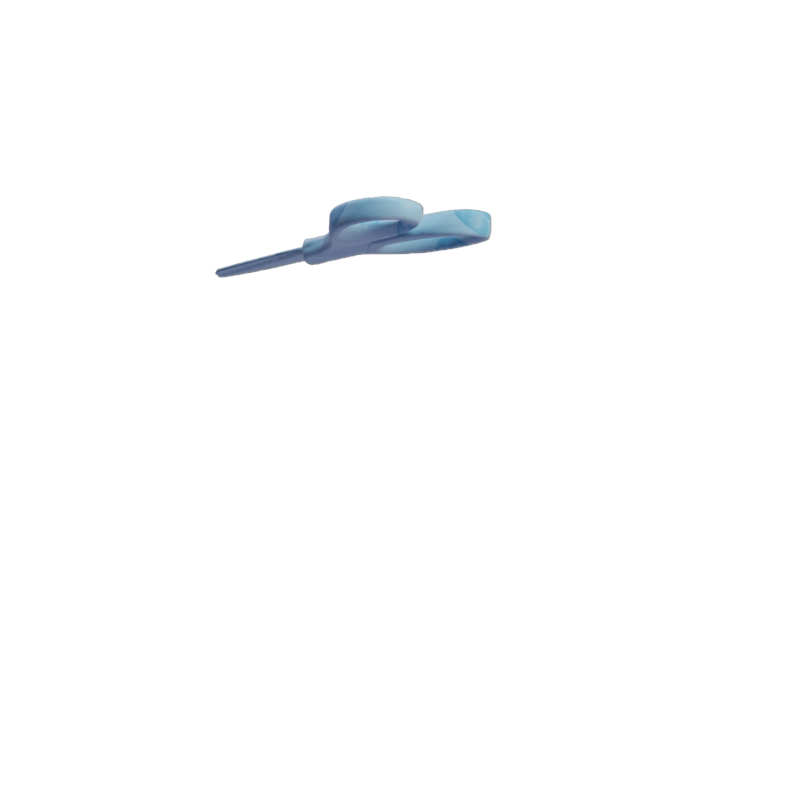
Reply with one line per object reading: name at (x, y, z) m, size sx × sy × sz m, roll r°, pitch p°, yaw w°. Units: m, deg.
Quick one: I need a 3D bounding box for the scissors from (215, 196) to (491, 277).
scissors at (-0.049, -0.090, 0.628) m, size 0.207 × 0.016 × 0.091 m, roll -3°, pitch -7°, yaw 29°
